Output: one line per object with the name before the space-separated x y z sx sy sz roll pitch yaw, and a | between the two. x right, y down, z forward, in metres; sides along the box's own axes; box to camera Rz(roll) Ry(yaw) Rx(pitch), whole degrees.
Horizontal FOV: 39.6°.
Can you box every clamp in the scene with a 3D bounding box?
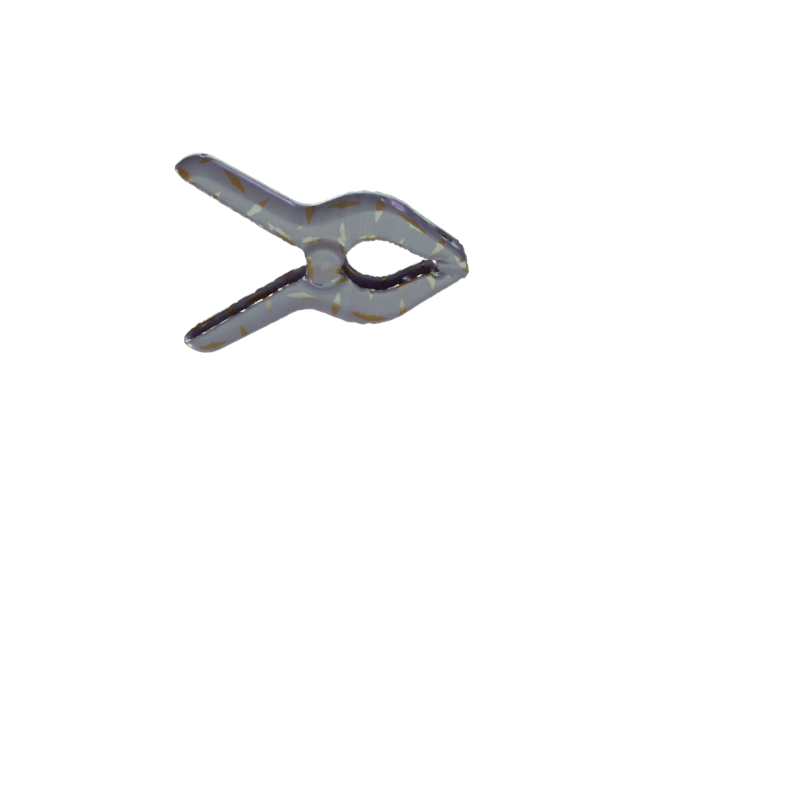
clamp | -0.049 -0.090 0.631 0.172 0.113 0.042 -7 29 4
